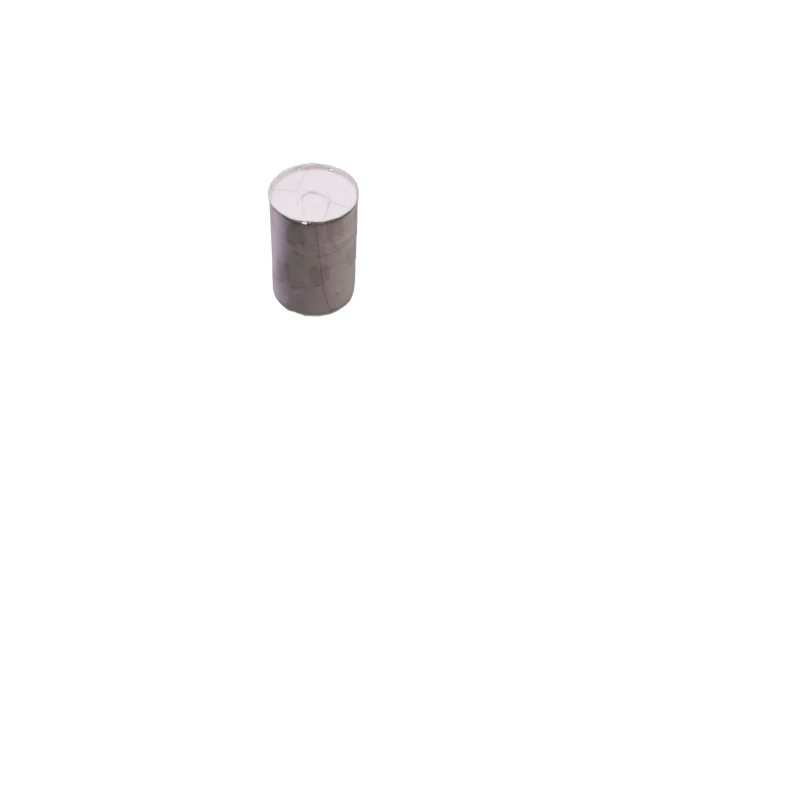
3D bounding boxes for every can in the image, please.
[{"bbox_3d":[-0.067,-0.123,0.860,0.068,0.074,0.095,0,-44,-3],"label":"can"}]
